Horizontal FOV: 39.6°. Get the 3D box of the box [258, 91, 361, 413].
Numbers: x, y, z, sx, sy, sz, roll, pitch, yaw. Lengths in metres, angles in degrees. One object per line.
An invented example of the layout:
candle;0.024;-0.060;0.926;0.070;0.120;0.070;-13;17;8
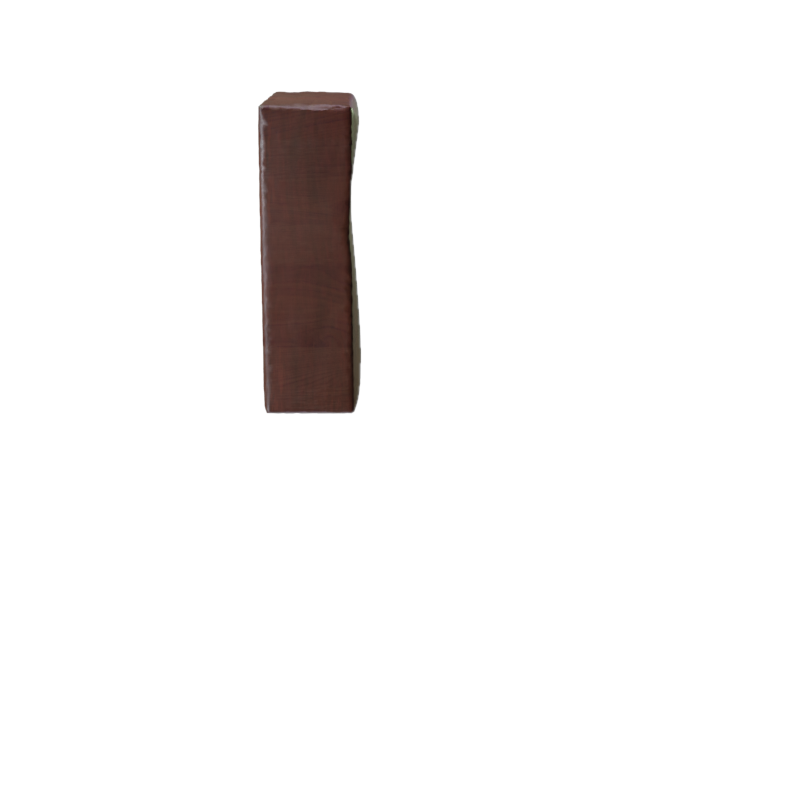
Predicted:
box;-0.064;-0.117;0.821;0.072;0.208;0.169;0;14;-2
